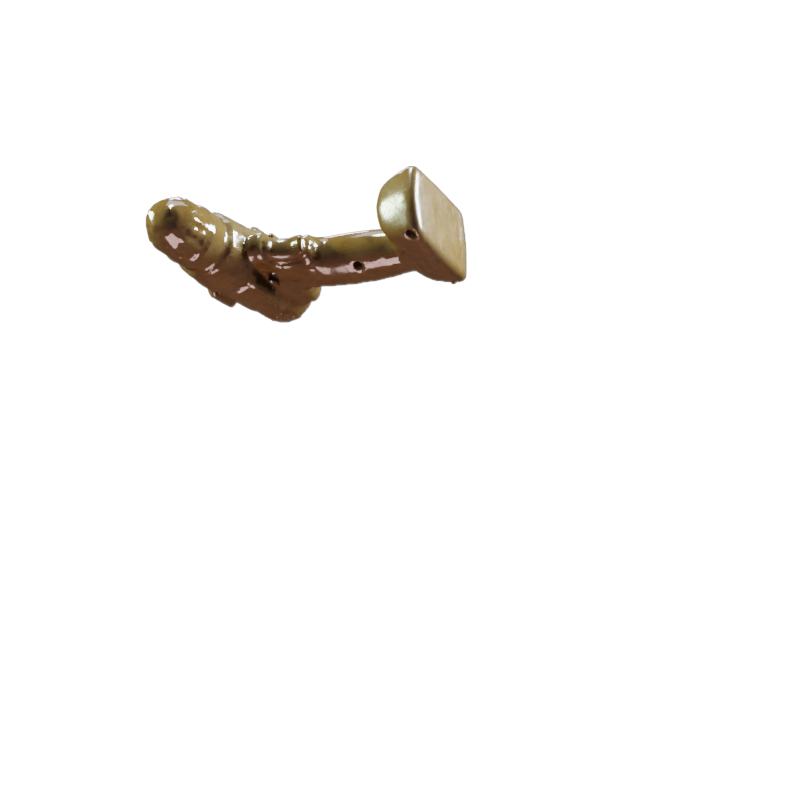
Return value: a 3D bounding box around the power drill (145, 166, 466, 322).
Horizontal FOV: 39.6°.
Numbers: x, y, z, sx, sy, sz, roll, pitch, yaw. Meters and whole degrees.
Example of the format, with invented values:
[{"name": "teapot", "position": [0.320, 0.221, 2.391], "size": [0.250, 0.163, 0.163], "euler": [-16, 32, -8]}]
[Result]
[{"name": "power drill", "position": [-0.061, -0.111, 0.777], "size": [0.191, 0.060, 0.173], "euler": [-7, -16, 25]}]
